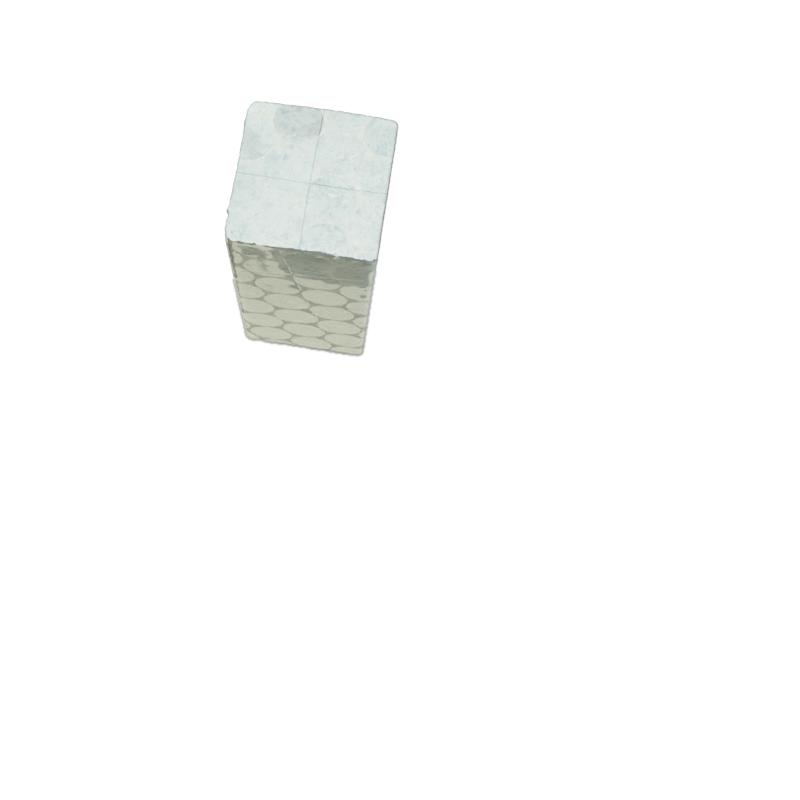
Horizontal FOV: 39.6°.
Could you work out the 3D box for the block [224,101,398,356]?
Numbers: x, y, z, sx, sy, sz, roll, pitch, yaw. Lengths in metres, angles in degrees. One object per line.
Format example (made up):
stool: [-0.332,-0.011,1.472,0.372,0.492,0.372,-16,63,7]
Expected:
block: [-0.057,-0.104,0.726,0.090,0.094,0.199,9,-14,-2]
